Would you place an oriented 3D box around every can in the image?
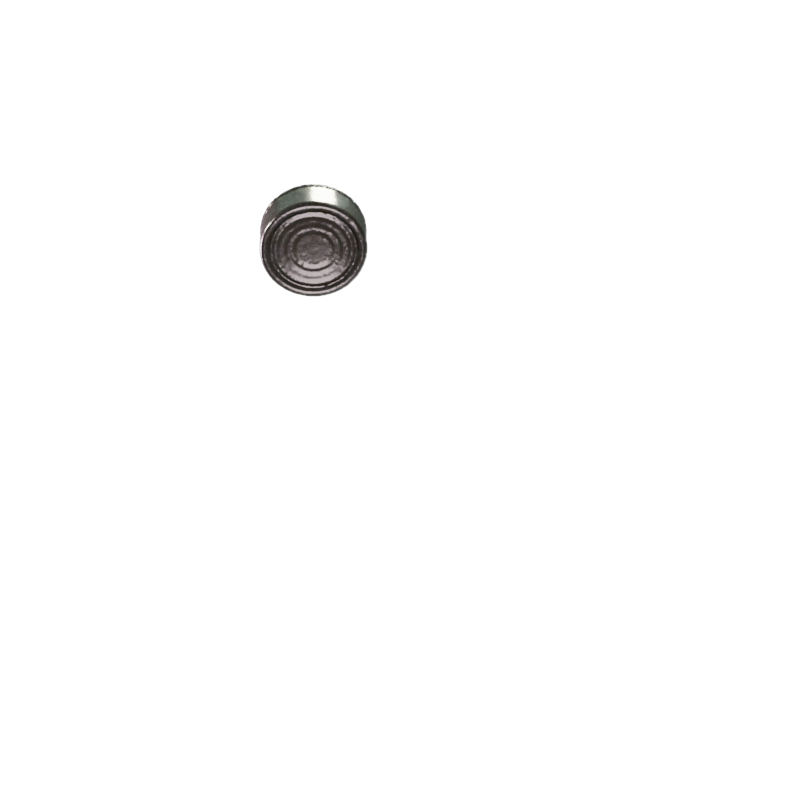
[{"bbox_3d":[-0.069,-0.125,0.878,0.086,0.081,0.036,1,31,-1],"label":"can"}]
